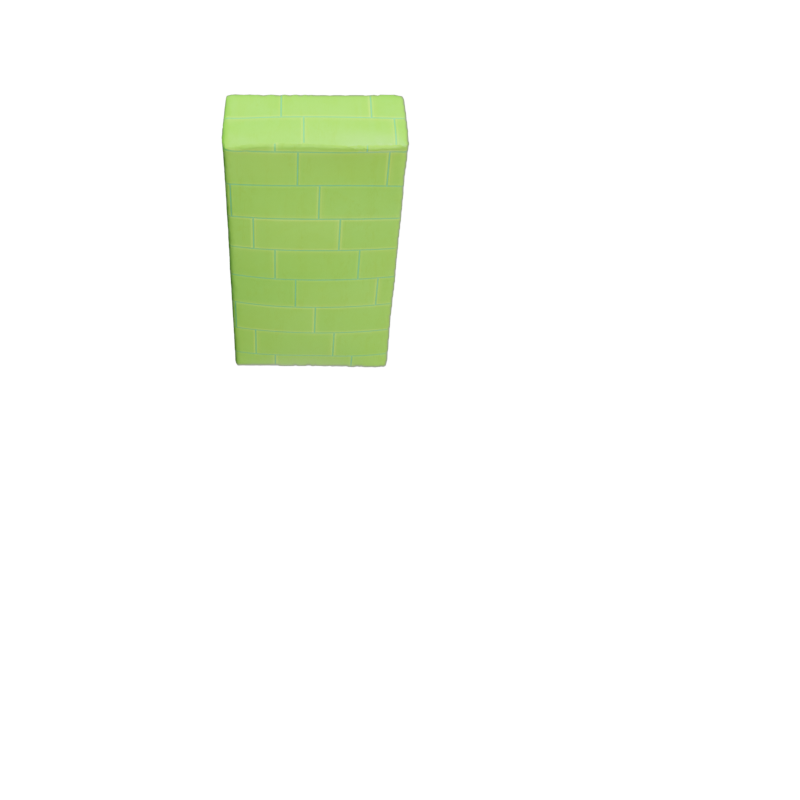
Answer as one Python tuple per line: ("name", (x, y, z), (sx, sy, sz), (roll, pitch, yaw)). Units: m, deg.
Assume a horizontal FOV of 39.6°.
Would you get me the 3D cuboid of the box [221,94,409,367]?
("box", (-0.048, -0.086, 0.607), (0.093, 0.051, 0.164), (1, -37, -3))
